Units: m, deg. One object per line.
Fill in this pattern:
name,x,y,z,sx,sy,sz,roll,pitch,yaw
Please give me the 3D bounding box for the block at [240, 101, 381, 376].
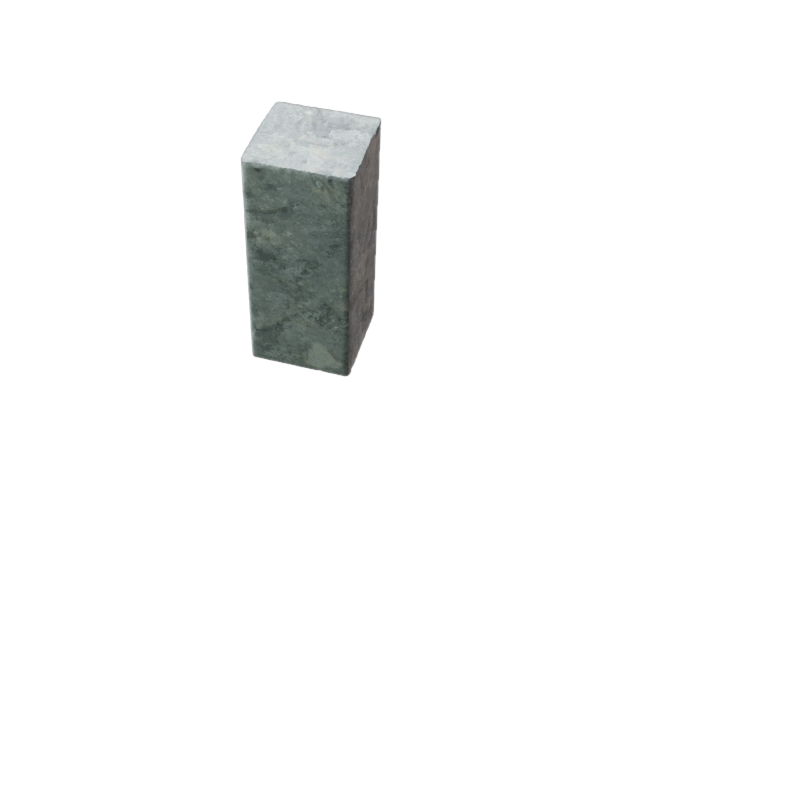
block,-0.072,-0.130,0.913,0.092,0.192,0.095,12,43,9
